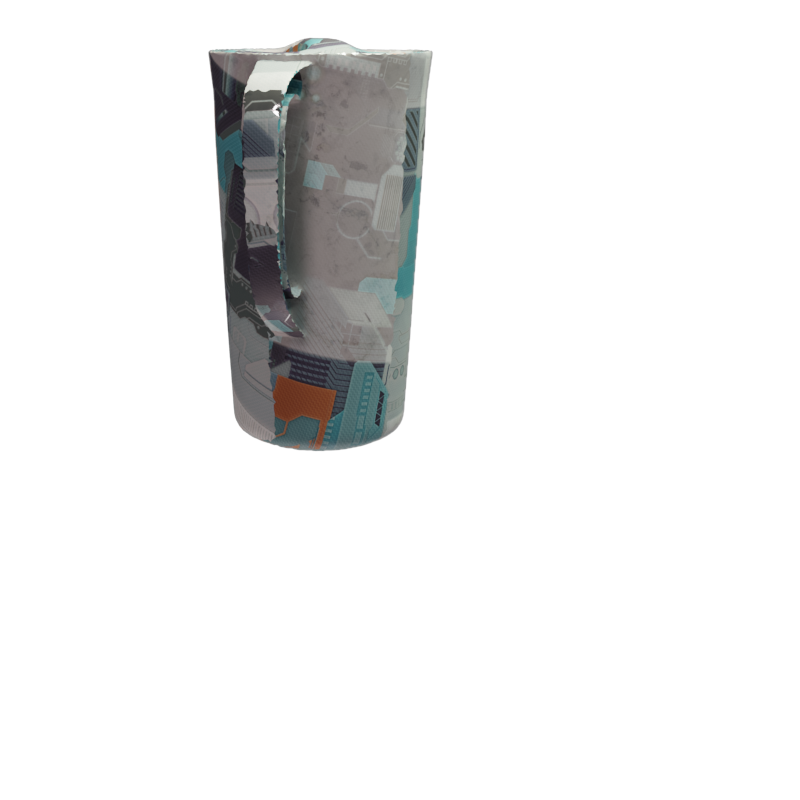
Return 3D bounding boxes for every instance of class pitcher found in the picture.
[{"bbox_3d":[-0.053,-0.096,0.673,0.145,0.236,0.153,-7,15,-30],"label":"pitcher"}]
